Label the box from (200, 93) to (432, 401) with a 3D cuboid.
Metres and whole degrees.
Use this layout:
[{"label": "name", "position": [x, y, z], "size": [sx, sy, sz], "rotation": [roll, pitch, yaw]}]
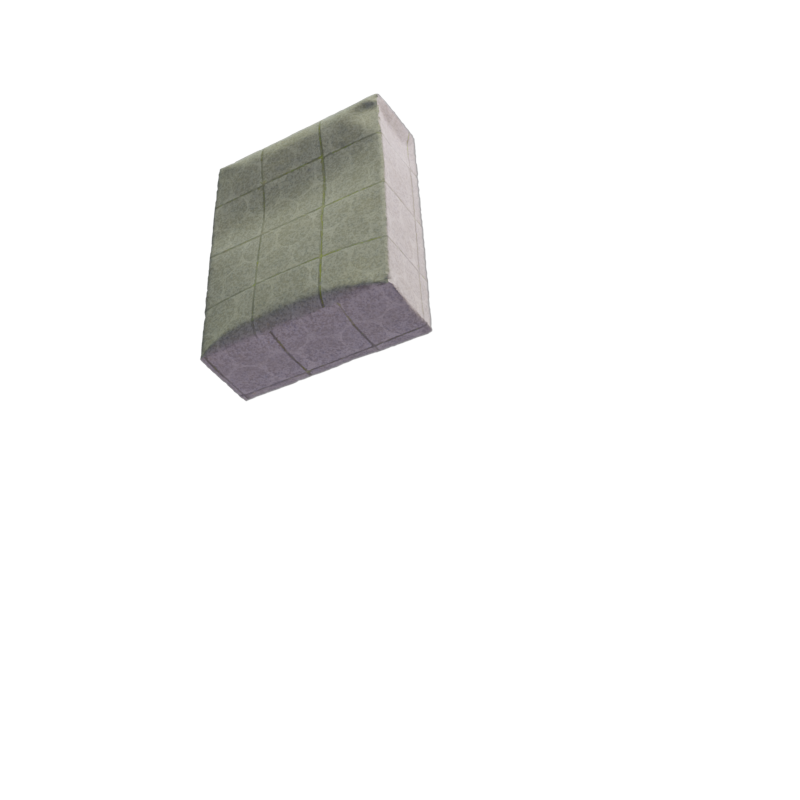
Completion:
[{"label": "box", "position": [-0.068, -0.125, 0.874], "size": [0.165, 0.229, 0.066], "rotation": [-21, -43, 21]}]
